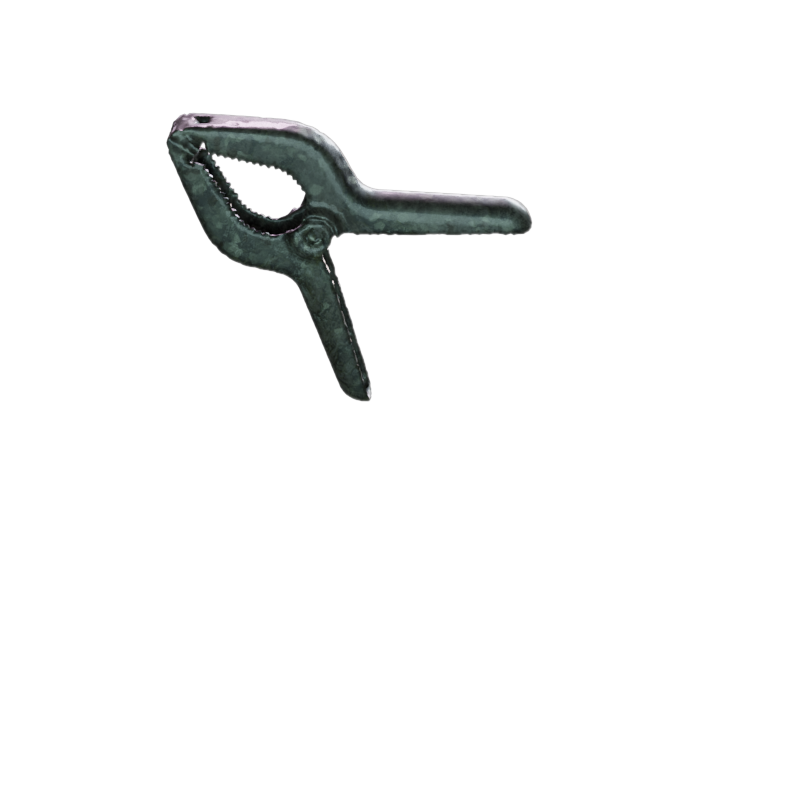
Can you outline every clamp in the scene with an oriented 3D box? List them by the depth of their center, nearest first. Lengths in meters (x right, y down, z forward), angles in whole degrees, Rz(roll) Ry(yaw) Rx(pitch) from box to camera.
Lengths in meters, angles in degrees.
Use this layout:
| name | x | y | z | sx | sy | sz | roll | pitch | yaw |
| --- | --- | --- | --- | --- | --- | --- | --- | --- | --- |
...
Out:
| name | x | y | z | sx | sy | sz | roll | pitch | yaw |
| --- | --- | --- | --- | --- | --- | --- | --- | --- | --- |
| clamp | -0.051 | -0.094 | 0.657 | 0.204 | 0.160 | 0.038 | 28 | 24 | -14 |
